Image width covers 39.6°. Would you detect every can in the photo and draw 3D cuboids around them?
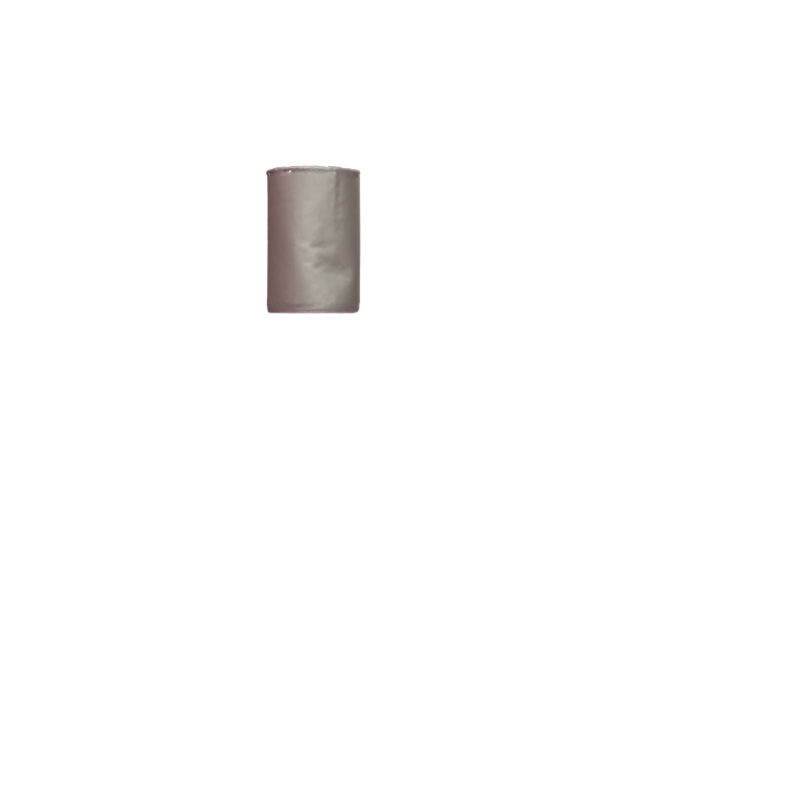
[{"bbox_3d":[-0.062,-0.113,0.794,0.068,0.103,0.068,0,0,-2],"label":"can"}]
